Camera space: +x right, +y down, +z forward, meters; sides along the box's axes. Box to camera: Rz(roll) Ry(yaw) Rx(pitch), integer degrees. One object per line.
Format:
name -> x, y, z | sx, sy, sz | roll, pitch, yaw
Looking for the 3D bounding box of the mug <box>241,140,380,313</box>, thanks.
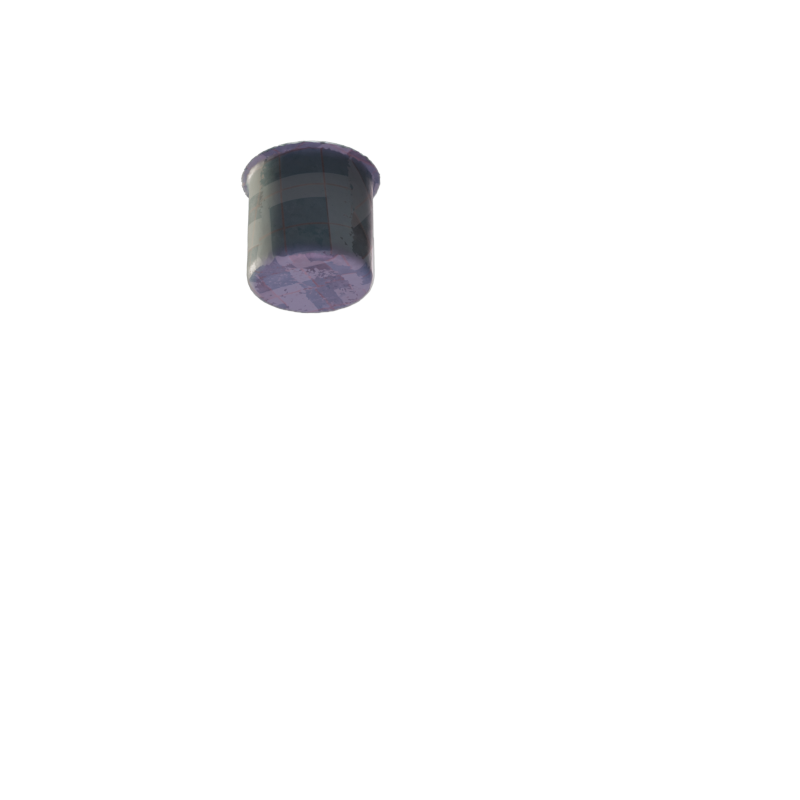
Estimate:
mug -> -0.057, -0.104, 0.731 | 0.094, 0.087, 0.109 | -3, -26, 5
